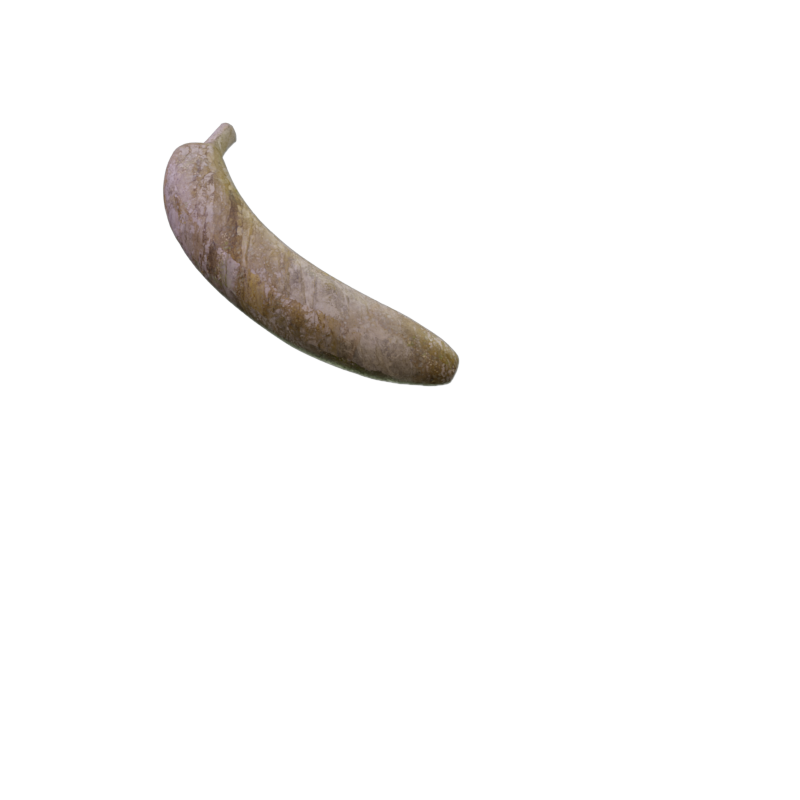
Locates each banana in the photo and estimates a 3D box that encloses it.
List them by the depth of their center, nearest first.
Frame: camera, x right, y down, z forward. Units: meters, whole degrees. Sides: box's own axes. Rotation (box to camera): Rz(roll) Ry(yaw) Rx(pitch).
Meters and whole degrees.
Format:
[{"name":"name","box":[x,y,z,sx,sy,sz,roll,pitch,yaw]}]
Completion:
[{"name":"banana","box":[-0.058,-0.068,0.516,0.069,0.212,0.034,-29,-33,-21]}]
